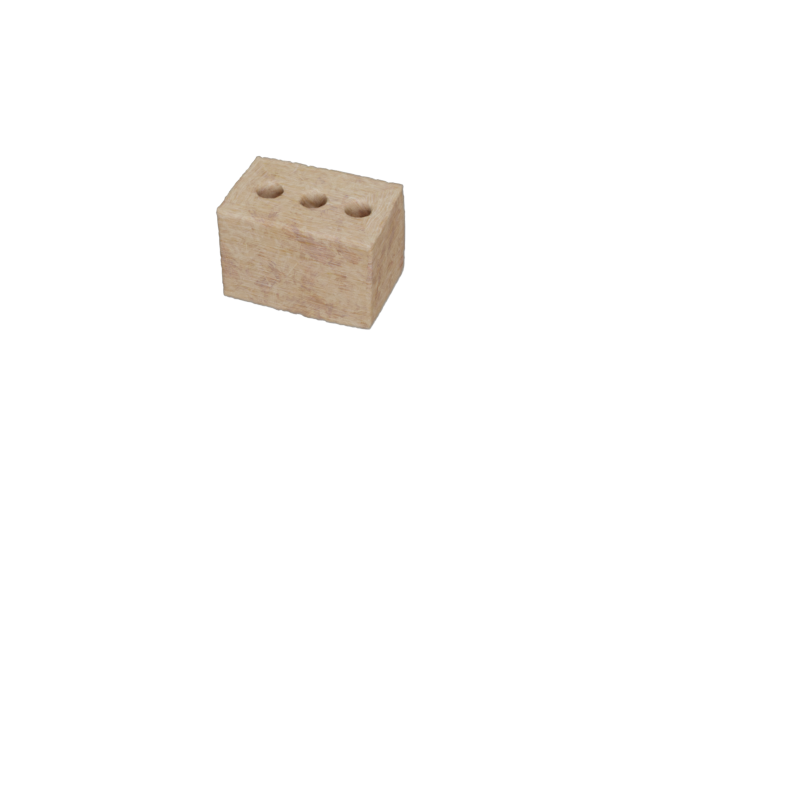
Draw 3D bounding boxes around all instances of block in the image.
[{"bbox_3d":[-0.041,-0.075,0.527,0.080,0.048,0.055,13,42,14],"label":"block"}]
